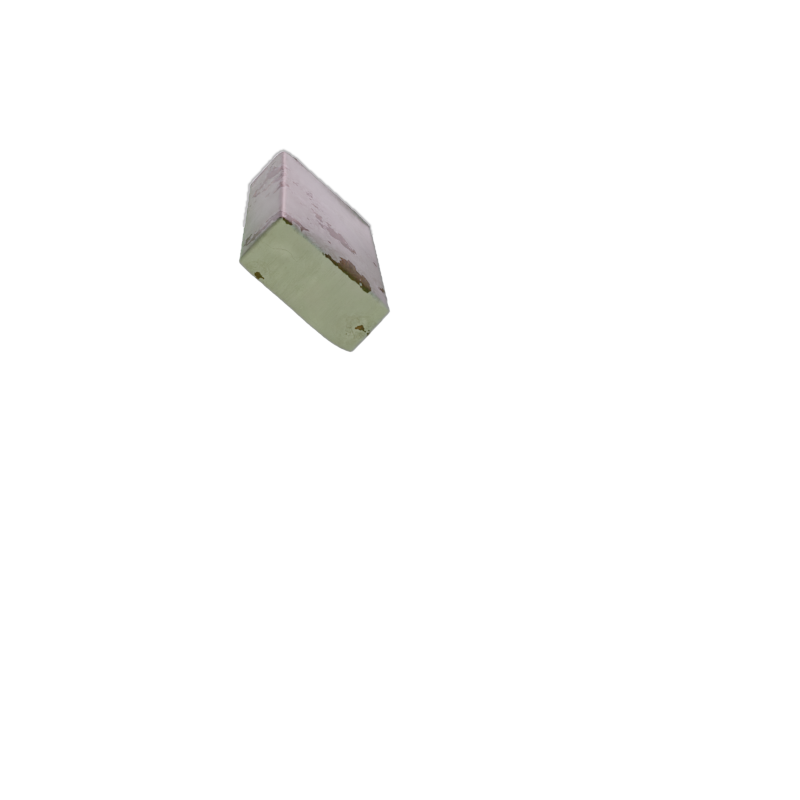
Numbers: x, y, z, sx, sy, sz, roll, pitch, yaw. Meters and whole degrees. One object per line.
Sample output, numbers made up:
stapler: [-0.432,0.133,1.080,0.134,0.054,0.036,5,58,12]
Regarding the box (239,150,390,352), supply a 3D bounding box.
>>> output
box: [-0.058,-0.107,0.747,0.090,0.047,0.186,39,18,-20]
